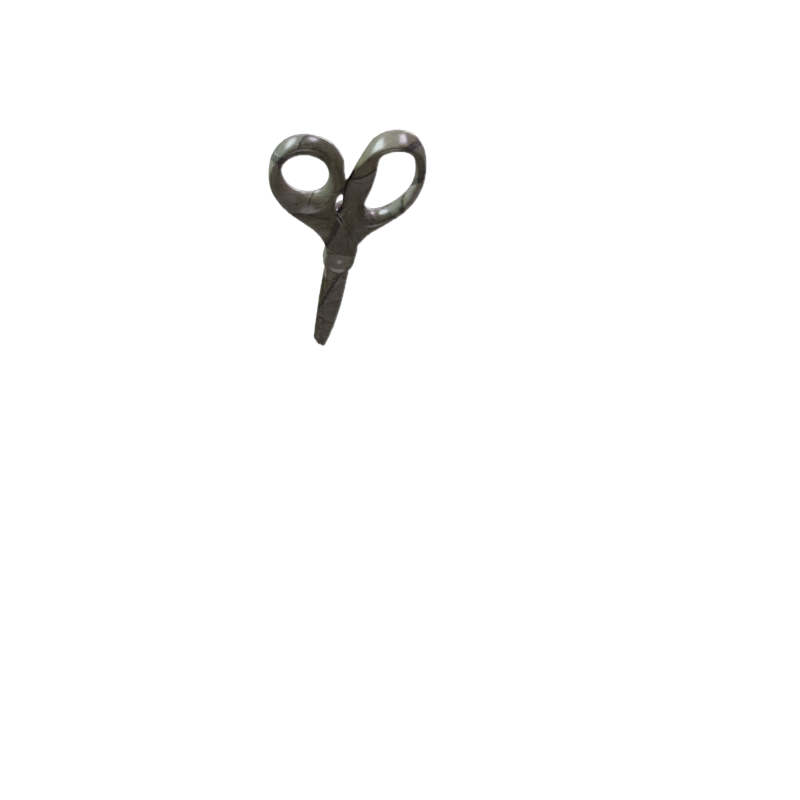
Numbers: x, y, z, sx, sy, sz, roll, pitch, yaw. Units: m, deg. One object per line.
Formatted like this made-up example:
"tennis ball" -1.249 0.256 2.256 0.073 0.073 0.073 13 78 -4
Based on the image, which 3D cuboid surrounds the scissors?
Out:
"scissors" -0.052 -0.095 0.665 0.093 0.017 0.195 15 -37 -21
